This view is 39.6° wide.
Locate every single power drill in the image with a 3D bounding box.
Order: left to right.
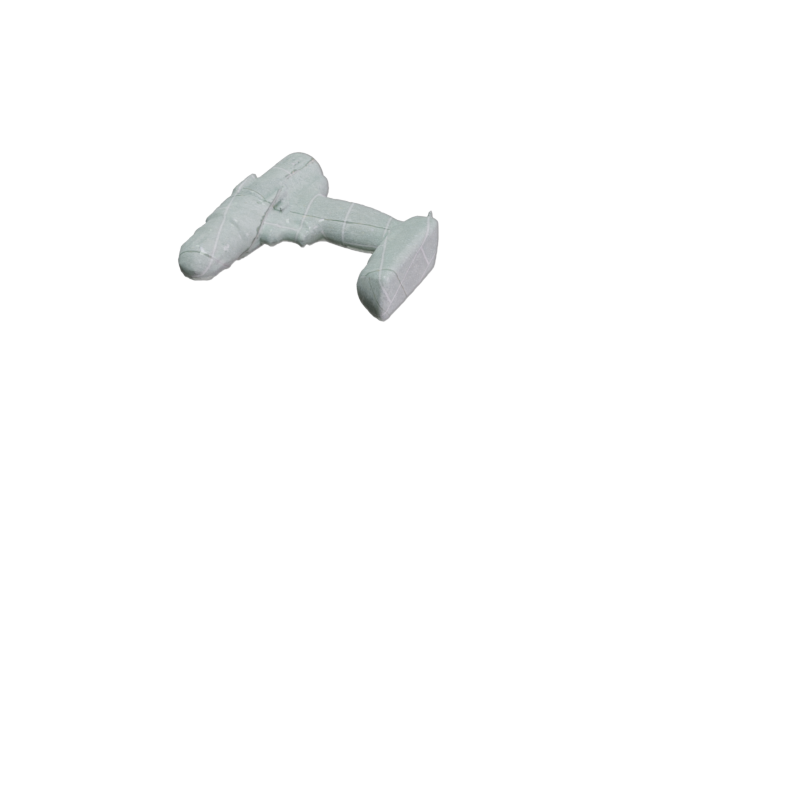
[{"bbox_3d":[-0.076,-0.138,0.967,0.197,0.053,0.189,25,50,22],"label":"power drill"}]
